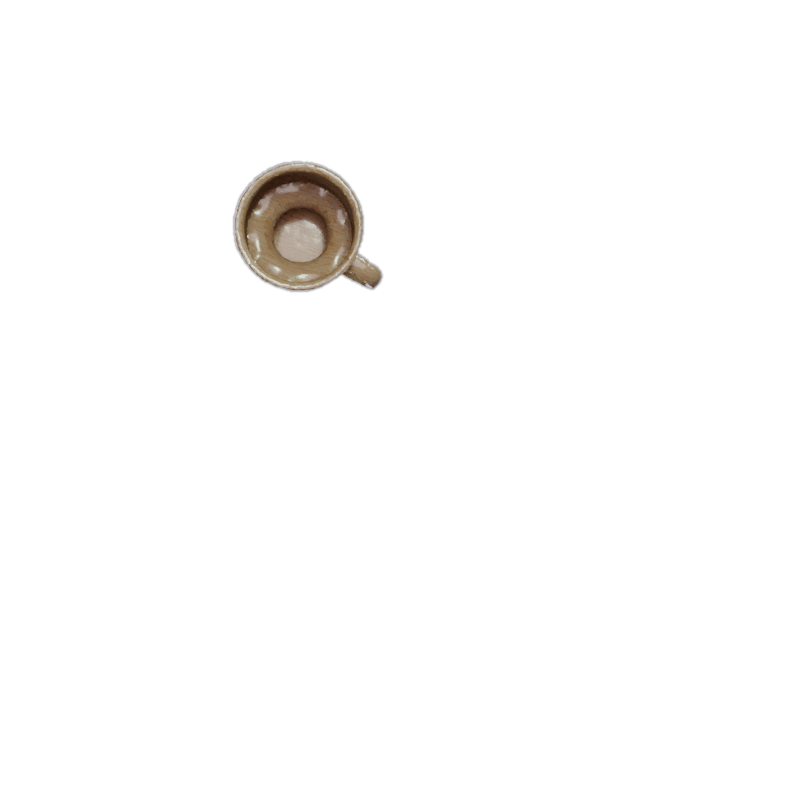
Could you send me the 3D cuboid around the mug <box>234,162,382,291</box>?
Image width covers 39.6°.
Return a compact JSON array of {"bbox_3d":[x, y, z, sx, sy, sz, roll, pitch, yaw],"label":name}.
[{"bbox_3d":[-0.065,-0.119,0.832,0.118,0.094,0.080,29,-5,1],"label":"mug"}]
